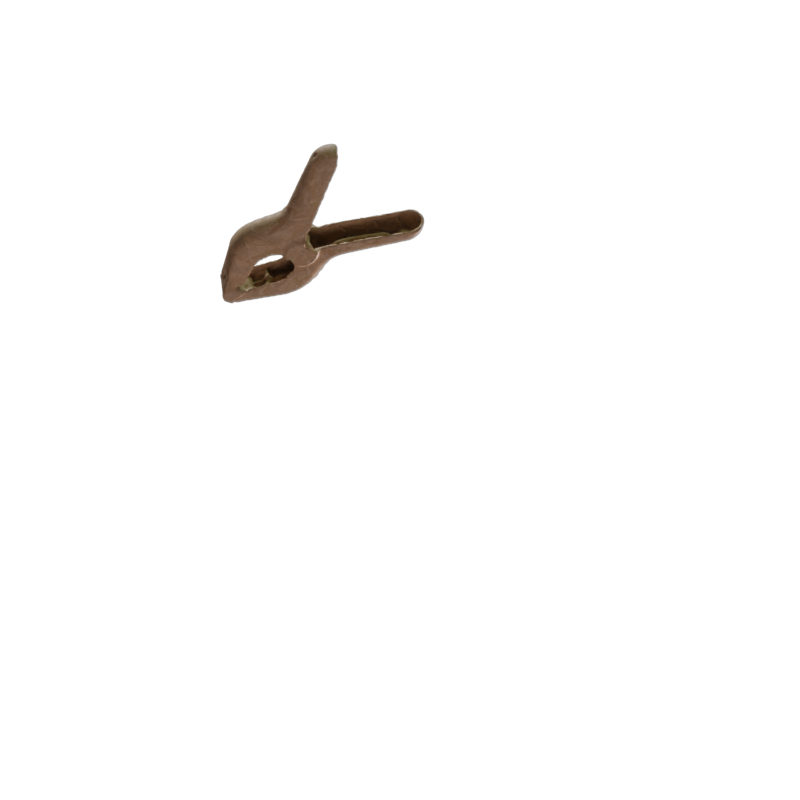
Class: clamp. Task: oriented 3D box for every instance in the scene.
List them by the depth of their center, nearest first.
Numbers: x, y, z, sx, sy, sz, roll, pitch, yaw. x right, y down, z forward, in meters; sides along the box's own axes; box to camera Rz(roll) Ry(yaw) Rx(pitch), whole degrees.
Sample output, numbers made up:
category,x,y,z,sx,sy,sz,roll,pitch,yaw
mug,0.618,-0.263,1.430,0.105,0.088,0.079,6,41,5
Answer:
category,x,y,z,sx,sy,sz,roll,pitch,yaw
clamp,-0.069,-0.125,0.876,0.113,0.042,0.170,31,-49,-32
